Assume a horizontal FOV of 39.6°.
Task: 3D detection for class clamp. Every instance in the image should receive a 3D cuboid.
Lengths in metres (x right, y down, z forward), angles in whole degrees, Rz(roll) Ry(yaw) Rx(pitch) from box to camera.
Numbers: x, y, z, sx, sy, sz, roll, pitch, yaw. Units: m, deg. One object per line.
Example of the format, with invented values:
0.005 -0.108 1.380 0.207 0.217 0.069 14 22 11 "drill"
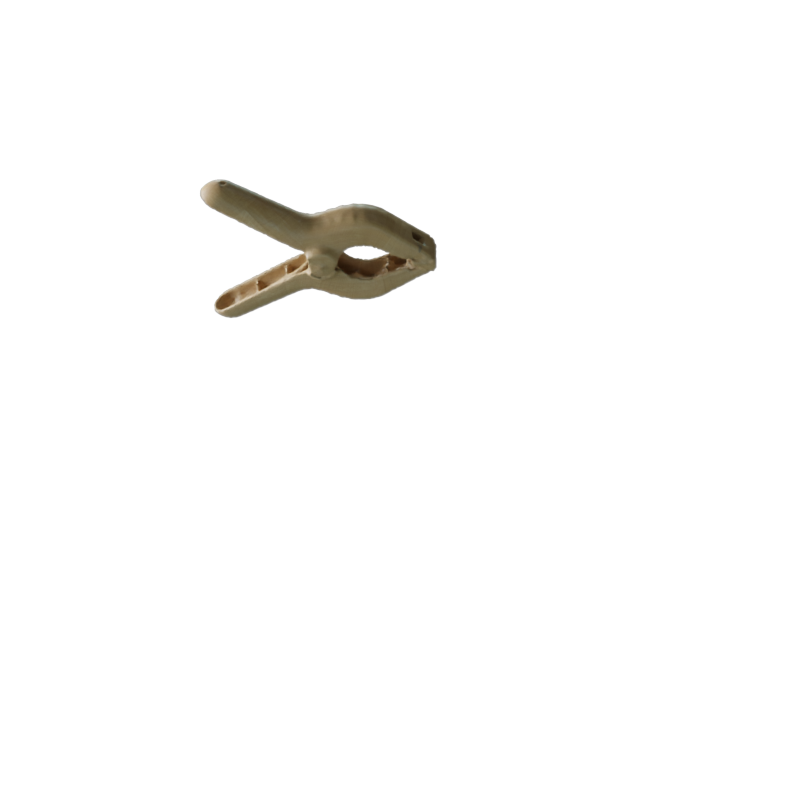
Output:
-0.062 -0.113 0.792 0.173 0.042 0.111 -6 -42 7 "clamp"
